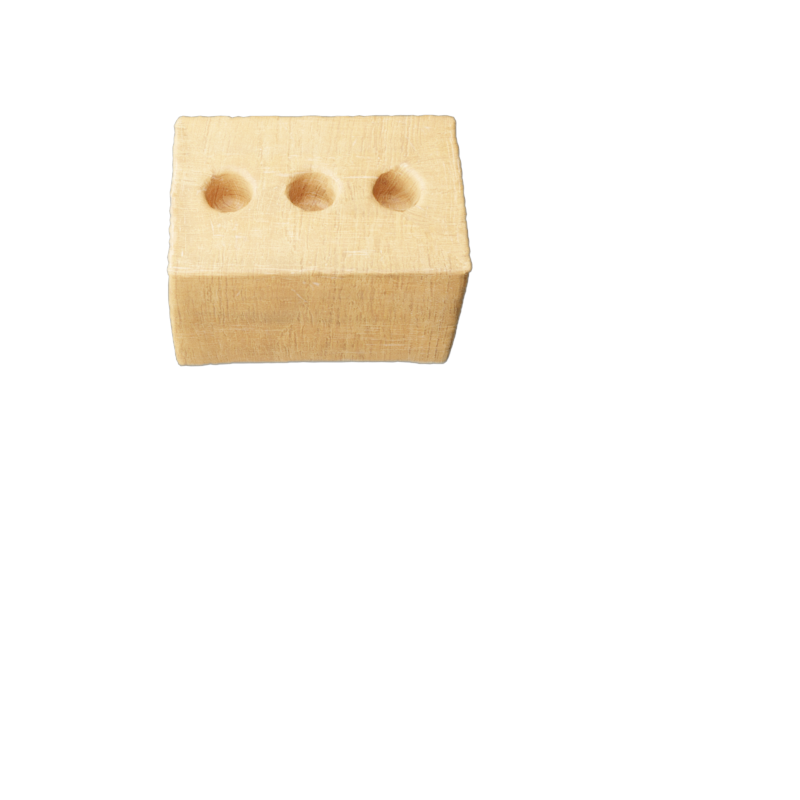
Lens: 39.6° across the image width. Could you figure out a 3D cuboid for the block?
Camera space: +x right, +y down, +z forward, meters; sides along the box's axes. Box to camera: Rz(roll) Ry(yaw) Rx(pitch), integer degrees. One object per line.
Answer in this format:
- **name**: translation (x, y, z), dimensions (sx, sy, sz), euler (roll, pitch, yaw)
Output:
- **block**: translation (-0.024, -0.044, 0.306), dimensions (0.078, 0.056, 0.048), euler (-1, -29, -2)
